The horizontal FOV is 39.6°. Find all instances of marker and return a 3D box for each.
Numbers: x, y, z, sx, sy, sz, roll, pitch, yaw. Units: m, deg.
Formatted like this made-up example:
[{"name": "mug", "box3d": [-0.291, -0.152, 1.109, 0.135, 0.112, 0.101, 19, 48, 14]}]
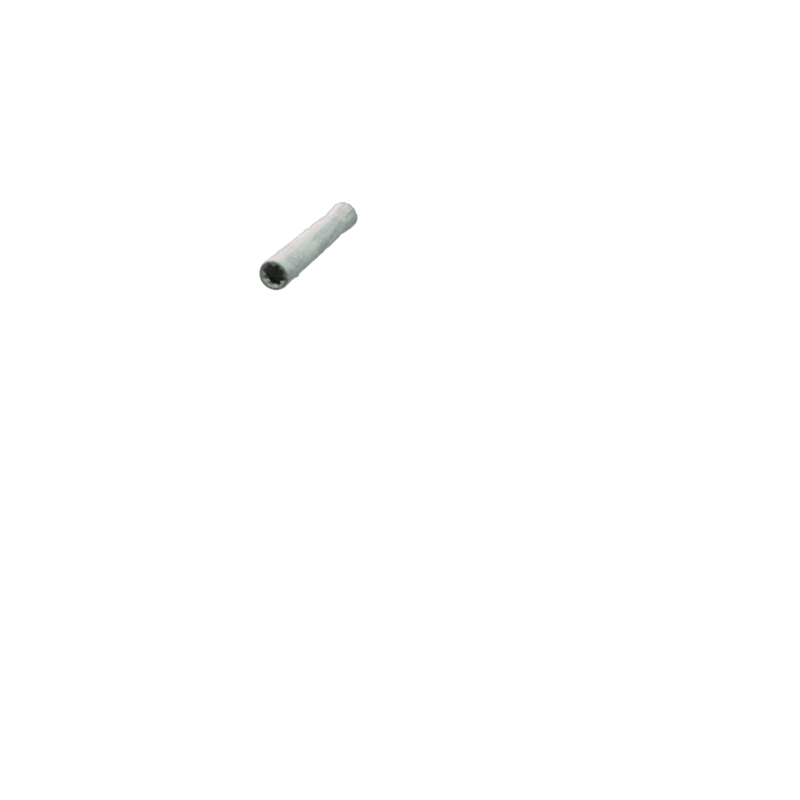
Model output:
[{"name": "marker", "box3d": [-0.054, -0.098, 0.684, 0.020, 0.019, 0.124, 1, 26, 19]}]
